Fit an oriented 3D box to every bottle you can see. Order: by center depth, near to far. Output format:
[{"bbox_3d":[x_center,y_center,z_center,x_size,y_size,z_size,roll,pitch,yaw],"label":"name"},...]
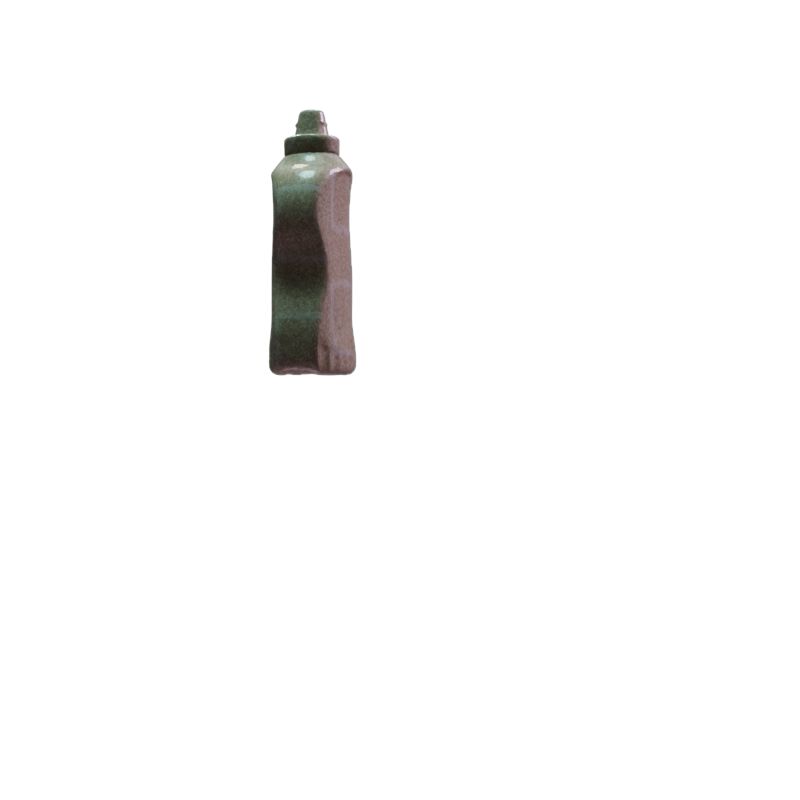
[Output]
[{"bbox_3d":[-0.063,-0.114,0.801,0.059,0.194,0.093,-2,-5,15],"label":"bottle"}]
